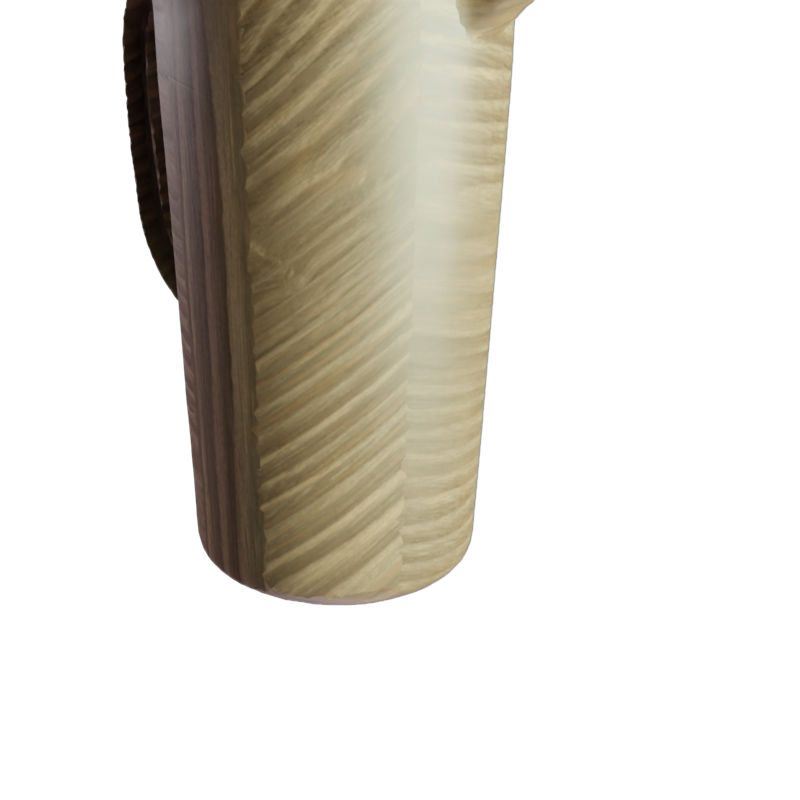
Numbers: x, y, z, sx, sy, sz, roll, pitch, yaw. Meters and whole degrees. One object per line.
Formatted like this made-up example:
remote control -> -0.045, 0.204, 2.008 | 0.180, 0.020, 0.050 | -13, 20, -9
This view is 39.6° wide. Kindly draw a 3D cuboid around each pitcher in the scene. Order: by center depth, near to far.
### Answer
pitcher -> -0.033, -0.060, 0.419 | 0.144, 0.235, 0.156 | -1, 16, -8
